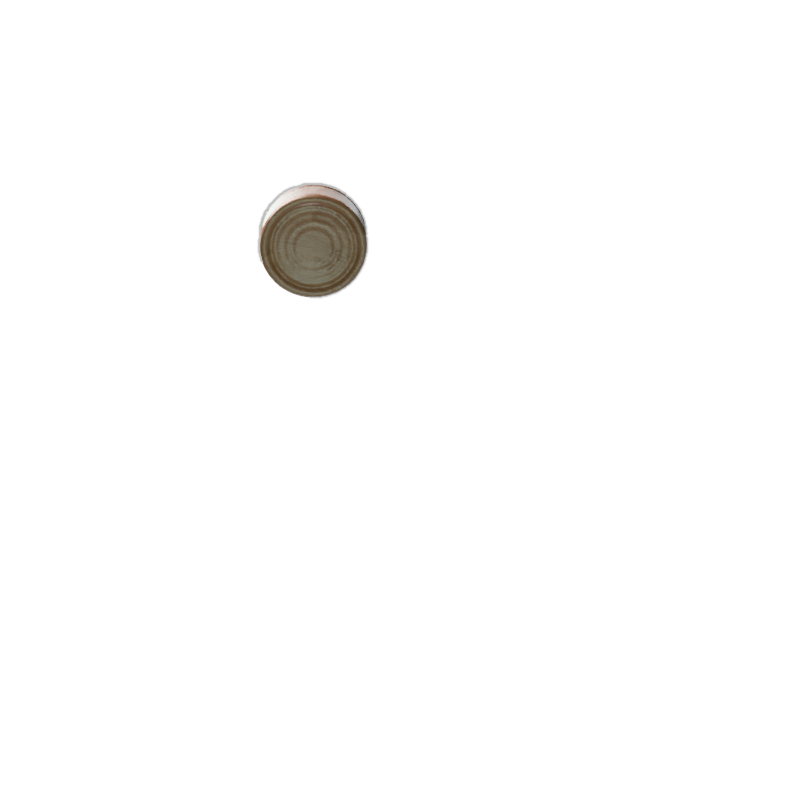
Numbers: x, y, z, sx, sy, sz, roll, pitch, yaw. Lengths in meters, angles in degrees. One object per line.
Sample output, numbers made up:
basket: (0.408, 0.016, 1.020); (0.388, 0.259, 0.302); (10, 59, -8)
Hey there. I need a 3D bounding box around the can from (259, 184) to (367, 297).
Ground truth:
can: (-0.068, -0.125, 0.875); (0.086, 0.082, 0.035); (0, 19, -1)
